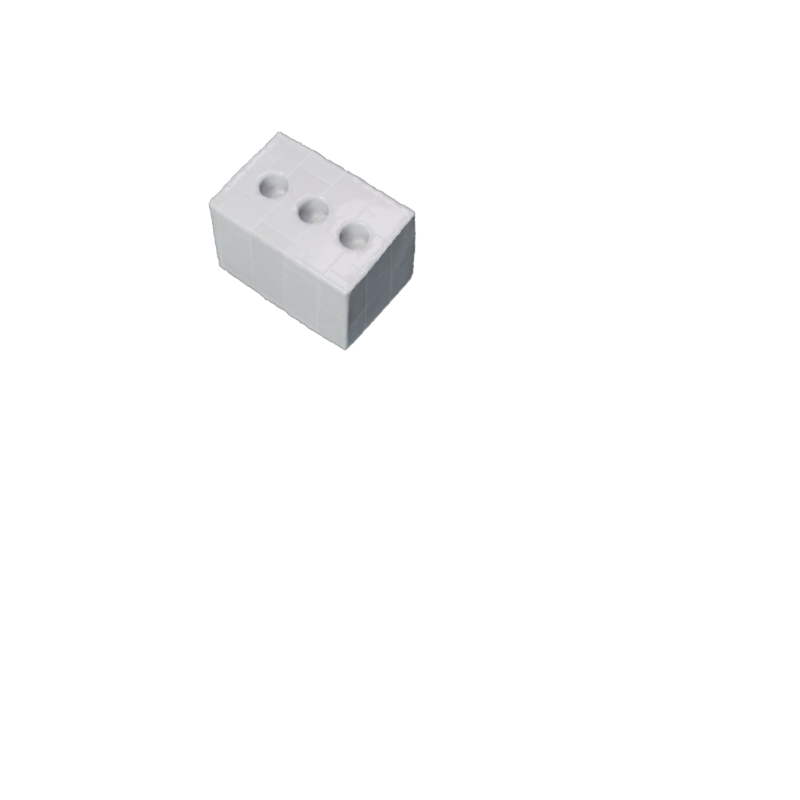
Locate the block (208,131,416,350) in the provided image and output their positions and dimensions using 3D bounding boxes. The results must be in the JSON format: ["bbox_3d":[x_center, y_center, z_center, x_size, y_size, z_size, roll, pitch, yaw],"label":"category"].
[{"bbox_3d":[-0.039,-0.071,0.496,0.081,0.054,0.048,33,-26,17],"label":"block"}]
